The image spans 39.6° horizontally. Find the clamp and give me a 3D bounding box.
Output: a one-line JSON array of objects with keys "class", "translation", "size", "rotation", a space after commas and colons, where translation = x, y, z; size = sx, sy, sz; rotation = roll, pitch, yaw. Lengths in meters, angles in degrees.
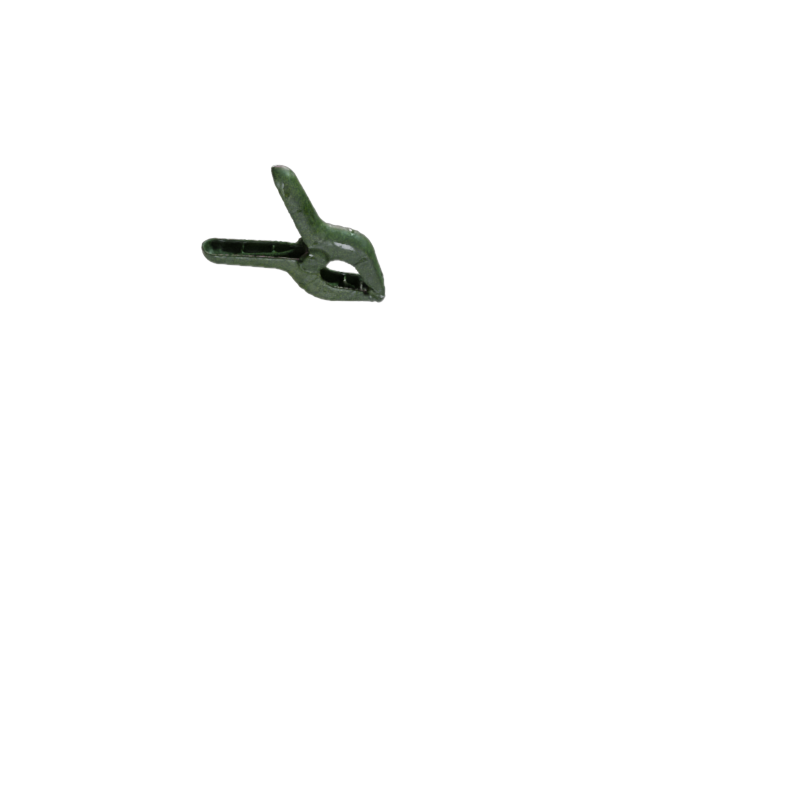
[{"class": "clamp", "translation": [-0.077, -0.141, 0.985], "size": [0.164, 0.042, 0.117], "rotation": [19, -42, -23]}]
